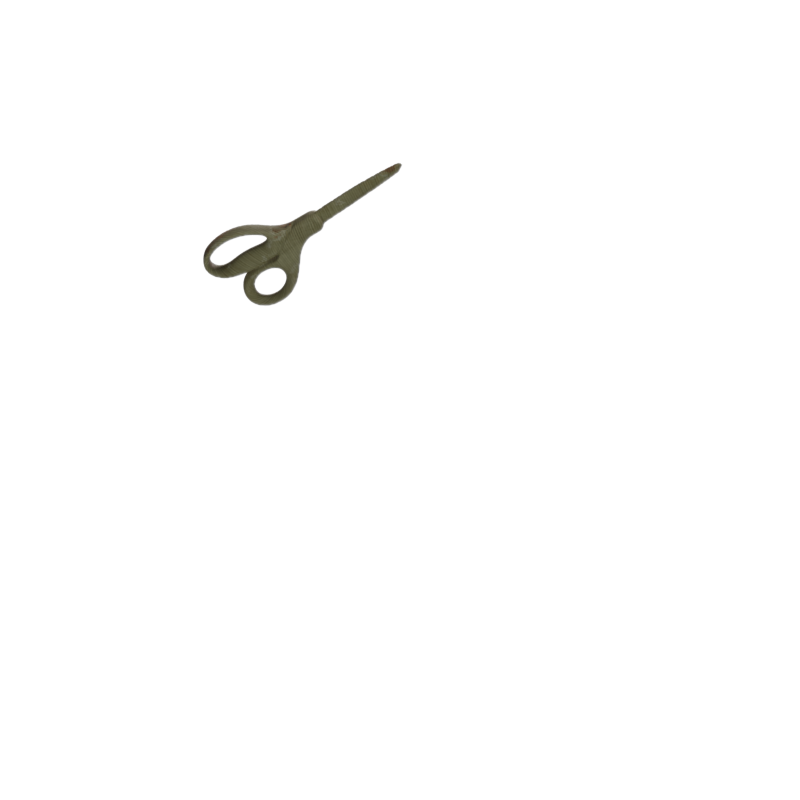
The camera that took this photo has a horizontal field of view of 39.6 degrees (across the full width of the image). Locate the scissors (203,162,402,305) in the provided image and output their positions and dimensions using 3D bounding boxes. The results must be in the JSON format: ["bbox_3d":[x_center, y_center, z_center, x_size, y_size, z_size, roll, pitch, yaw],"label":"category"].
[{"bbox_3d":[-0.077,-0.141,0.989,0.203,0.089,0.017,-17,38,13],"label":"scissors"}]
